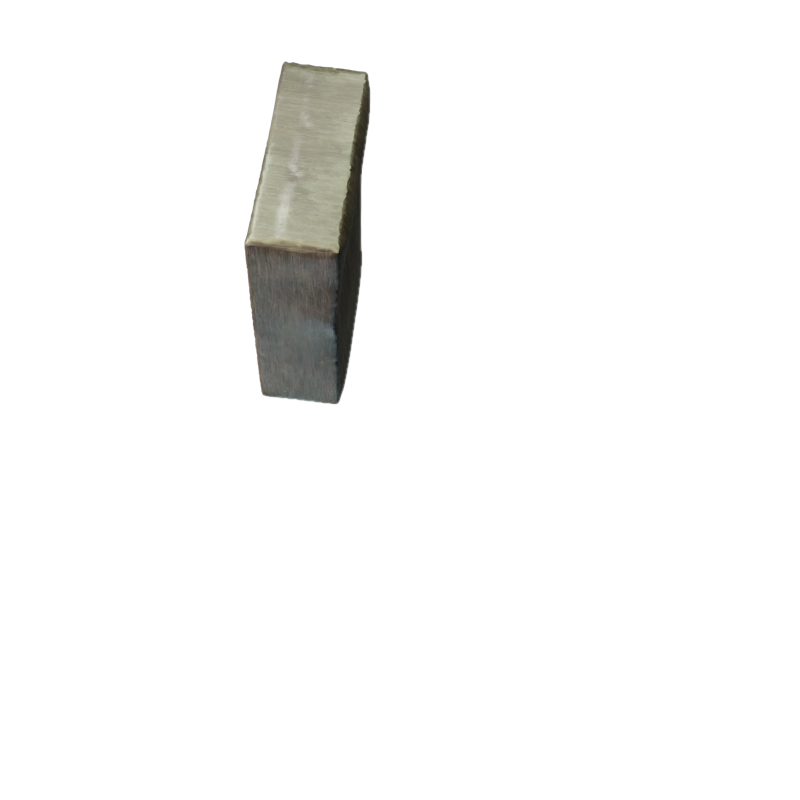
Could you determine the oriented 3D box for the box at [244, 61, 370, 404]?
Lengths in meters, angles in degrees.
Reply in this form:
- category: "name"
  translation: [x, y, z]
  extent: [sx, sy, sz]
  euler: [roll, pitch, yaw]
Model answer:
- category: "box"
  translation: [-0.065, -0.119, 0.831]
  extent: [0.072, 0.174, 0.201]
  euler: [6, -31, 0]
